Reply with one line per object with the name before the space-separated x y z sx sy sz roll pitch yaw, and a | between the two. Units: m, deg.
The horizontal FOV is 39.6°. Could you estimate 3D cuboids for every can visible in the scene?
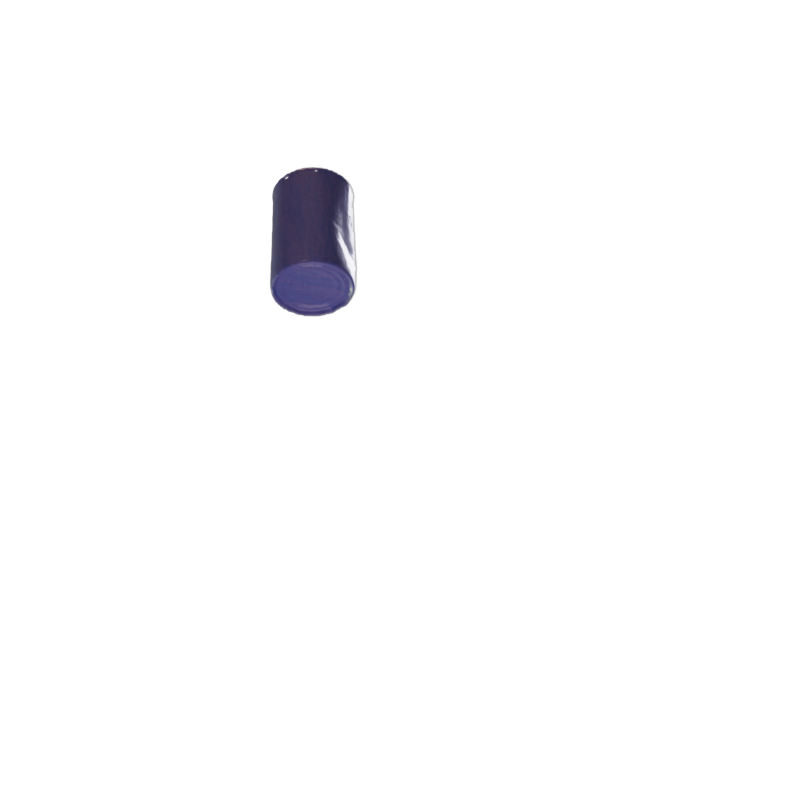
can | -0.069 -0.126 0.882 0.068 0.110 0.064 -1 -39 -3
